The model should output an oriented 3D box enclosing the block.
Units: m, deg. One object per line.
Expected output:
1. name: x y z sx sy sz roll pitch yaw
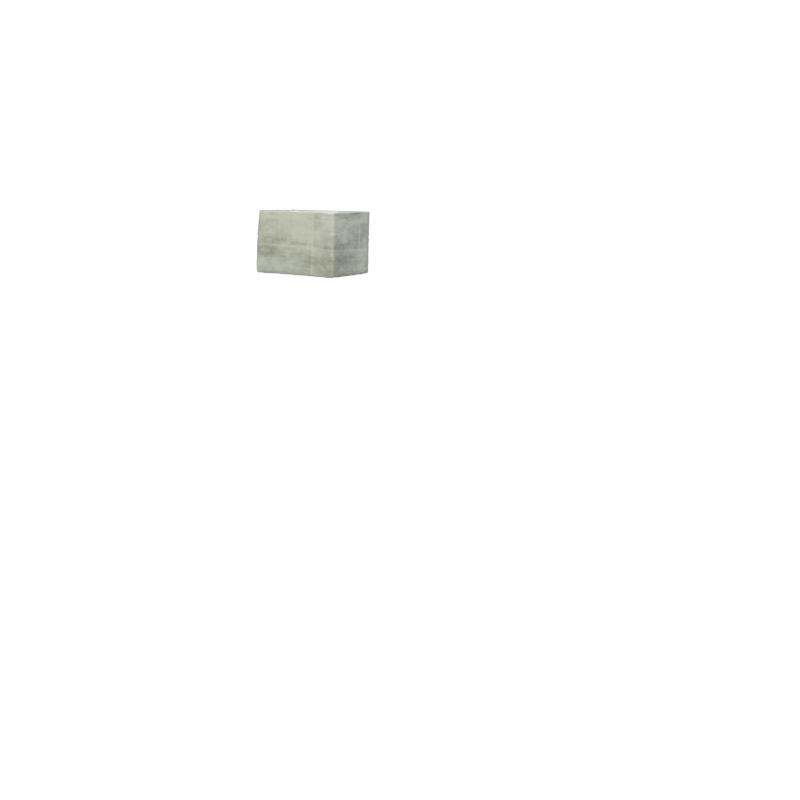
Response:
1. block: -0.070 -0.128 0.897 0.081 0.051 0.051 7 10 34
